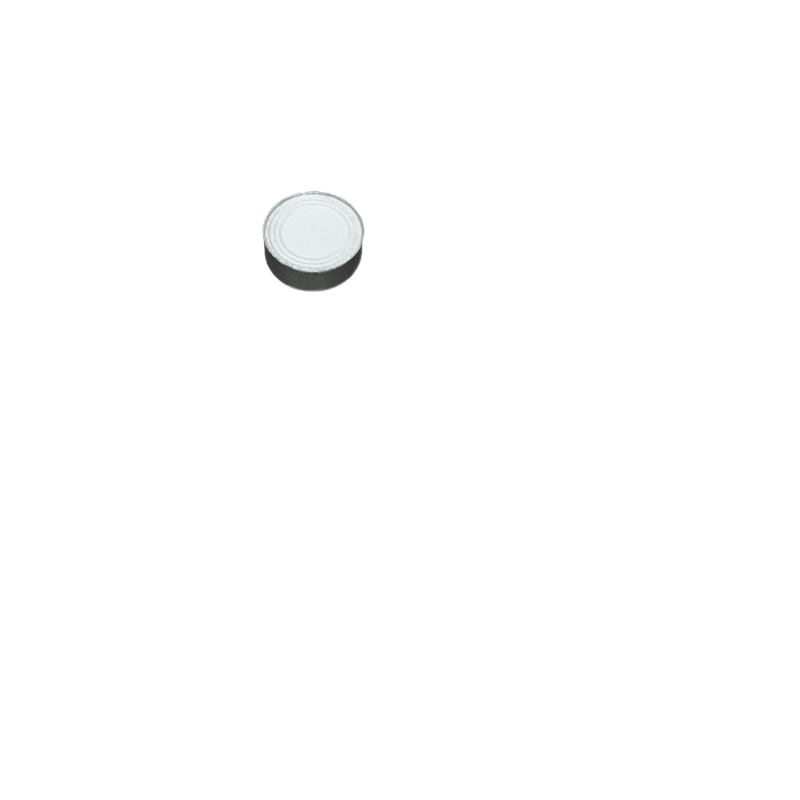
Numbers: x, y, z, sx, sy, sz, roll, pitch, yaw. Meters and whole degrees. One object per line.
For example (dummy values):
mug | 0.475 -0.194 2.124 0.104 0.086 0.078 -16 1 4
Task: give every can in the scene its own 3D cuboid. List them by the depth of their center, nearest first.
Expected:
can | -0.074 -0.135 0.946 0.086 0.092 0.031 -1 -34 -1
